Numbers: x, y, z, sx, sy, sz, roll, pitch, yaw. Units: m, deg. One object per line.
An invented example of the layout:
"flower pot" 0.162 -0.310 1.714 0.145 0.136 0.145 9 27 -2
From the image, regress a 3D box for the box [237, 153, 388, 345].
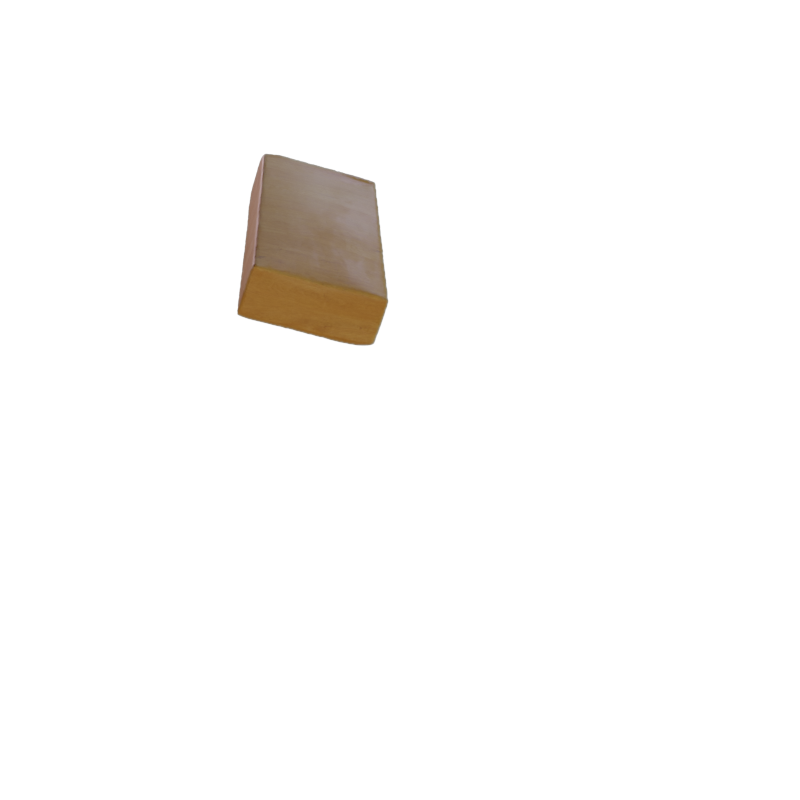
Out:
"box" -0.061 -0.112 0.781 0.091 0.046 0.188 12 35 -12
